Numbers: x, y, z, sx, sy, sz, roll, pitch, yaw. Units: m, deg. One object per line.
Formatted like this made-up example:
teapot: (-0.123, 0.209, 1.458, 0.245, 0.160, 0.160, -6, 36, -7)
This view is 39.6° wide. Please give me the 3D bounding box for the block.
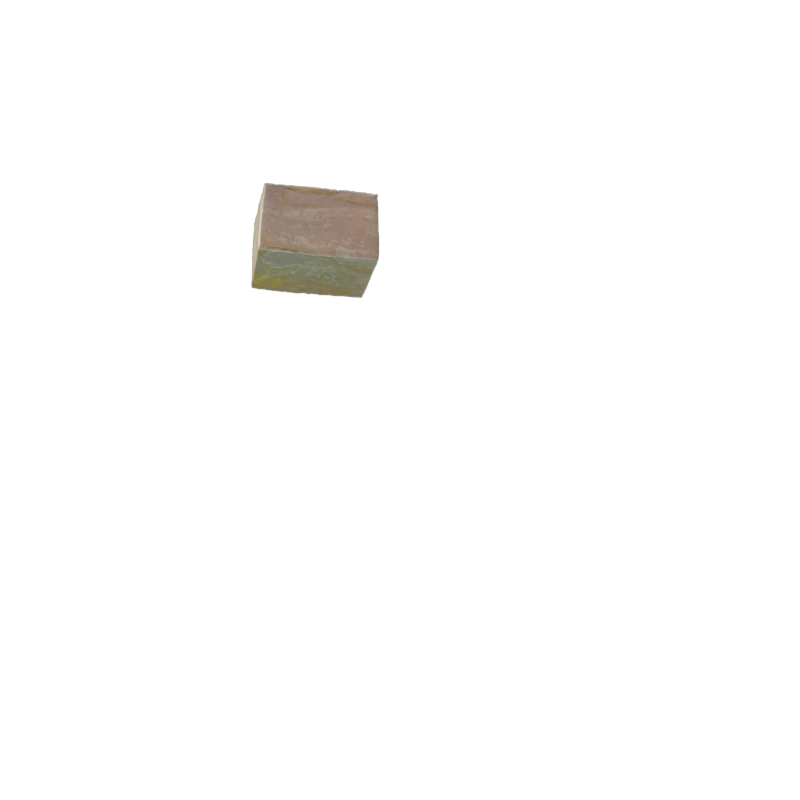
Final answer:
block: (-0.057, -0.104, 0.726, 0.077, 0.055, 0.050, 5, -29, -10)
